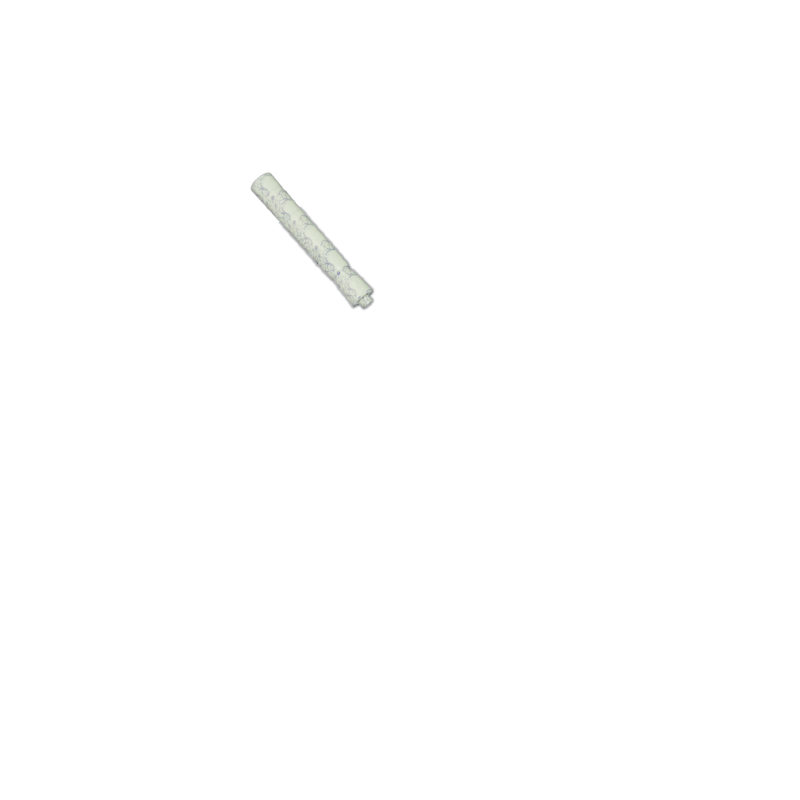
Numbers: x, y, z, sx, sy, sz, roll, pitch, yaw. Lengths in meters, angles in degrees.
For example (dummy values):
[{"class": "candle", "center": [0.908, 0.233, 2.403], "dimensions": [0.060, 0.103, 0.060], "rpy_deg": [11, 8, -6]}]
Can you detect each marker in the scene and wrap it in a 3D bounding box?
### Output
[{"class": "marker", "center": [-0.061, -0.112, 0.781], "dimensions": [0.020, 0.126, 0.019], "rpy_deg": [-37, -15, -12]}]
